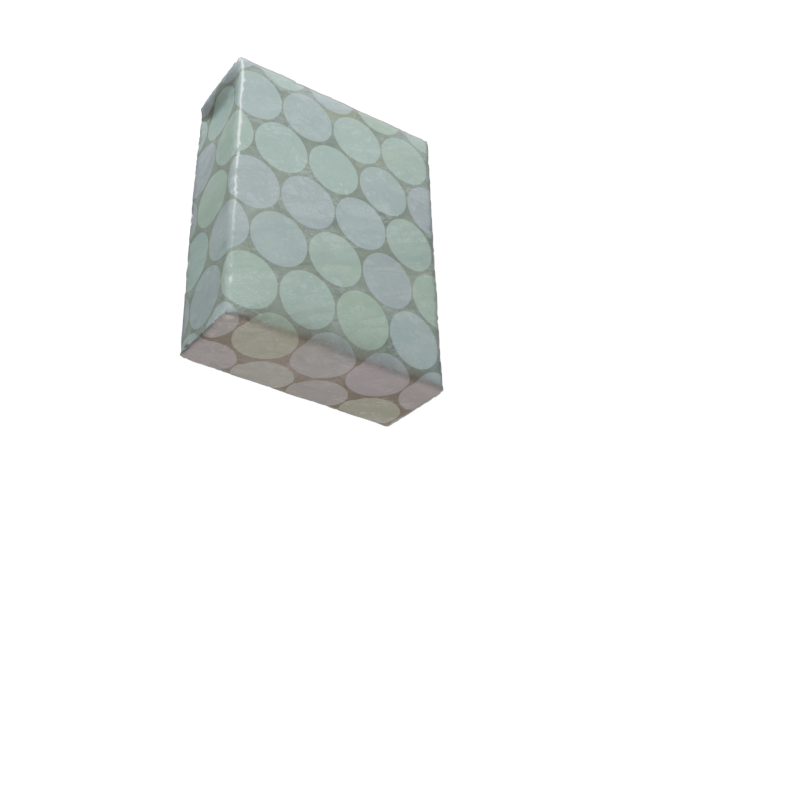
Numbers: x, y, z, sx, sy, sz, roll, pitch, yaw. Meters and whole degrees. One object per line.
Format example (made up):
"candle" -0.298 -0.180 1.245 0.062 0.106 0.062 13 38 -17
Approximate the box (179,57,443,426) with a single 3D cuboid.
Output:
"box" -0.059 -0.108 0.753 0.156 0.229 0.070 19 -39 -28
